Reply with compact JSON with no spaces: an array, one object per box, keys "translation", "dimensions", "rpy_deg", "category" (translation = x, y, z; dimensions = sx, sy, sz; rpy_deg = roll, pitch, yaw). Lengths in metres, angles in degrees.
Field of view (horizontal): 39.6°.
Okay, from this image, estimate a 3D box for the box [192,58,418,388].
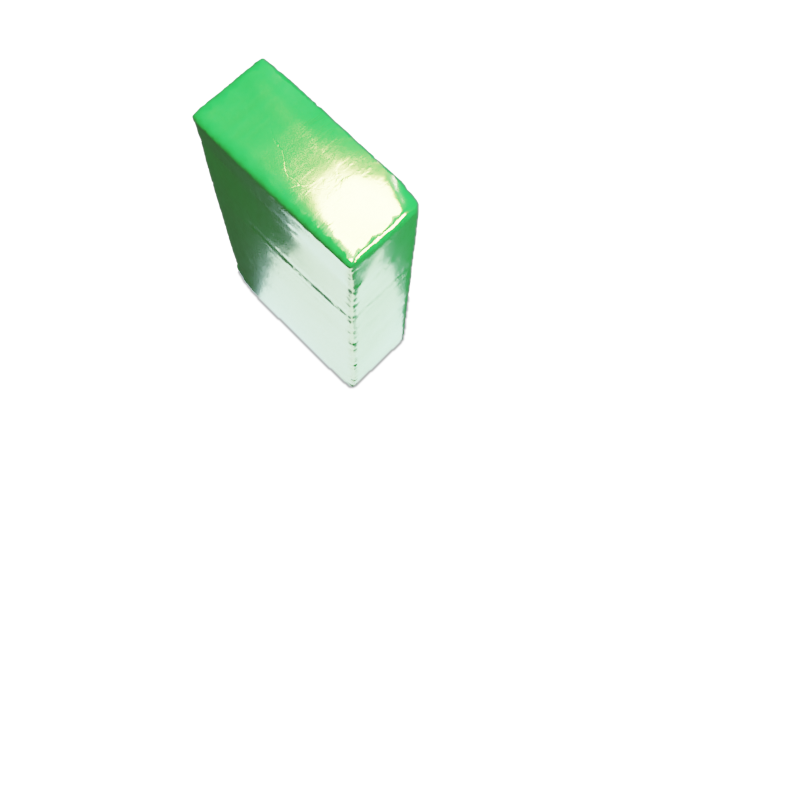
[{"translation":[-0.039,-0.072,0.506],"dimensions":[0.048,0.097,0.169],"rpy_deg":[-42,-11,-14],"category":"box"}]
